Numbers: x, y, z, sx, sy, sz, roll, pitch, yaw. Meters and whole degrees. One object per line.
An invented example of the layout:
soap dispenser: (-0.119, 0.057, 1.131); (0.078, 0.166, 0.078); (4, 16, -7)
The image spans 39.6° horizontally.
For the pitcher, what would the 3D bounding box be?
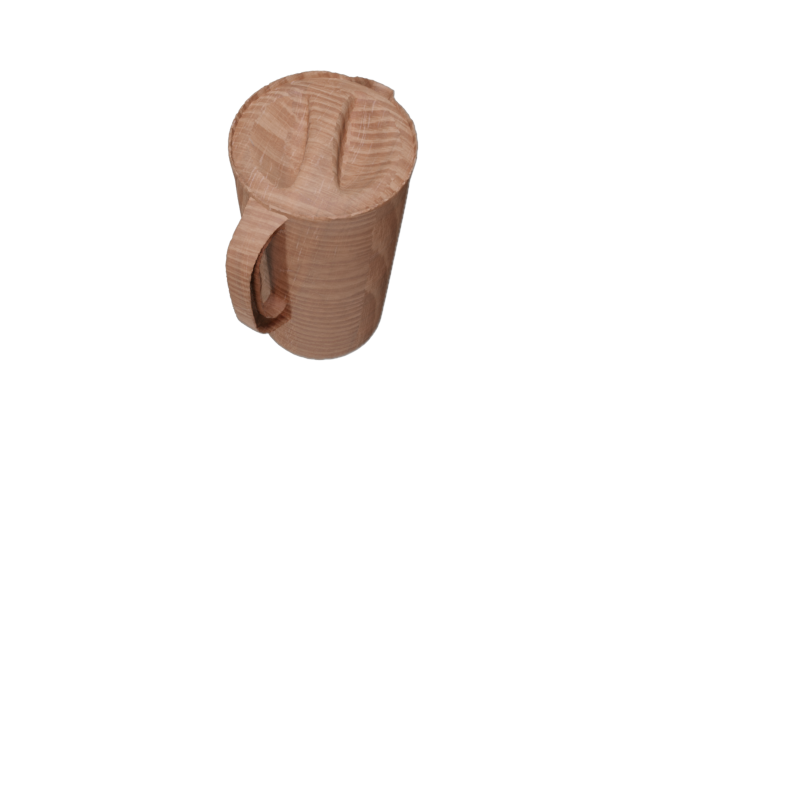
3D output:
pitcher: (-0.068, -0.123, 0.864); (0.148, 0.155, 0.228); (-10, -28, -9)
